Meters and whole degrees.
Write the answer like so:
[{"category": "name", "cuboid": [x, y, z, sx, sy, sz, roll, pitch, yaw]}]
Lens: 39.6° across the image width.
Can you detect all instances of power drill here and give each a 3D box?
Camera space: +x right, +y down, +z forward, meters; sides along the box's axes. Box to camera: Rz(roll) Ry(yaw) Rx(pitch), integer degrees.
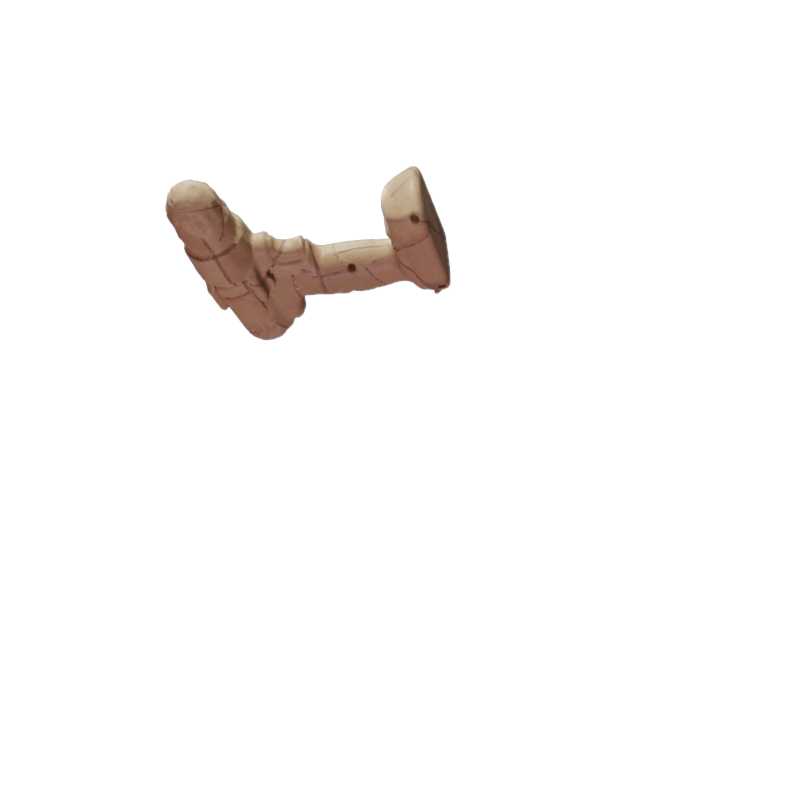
[{"category": "power drill", "cuboid": [-0.066, -0.120, 0.843, 0.190, 0.061, 0.170, -9, -31, 15]}]
